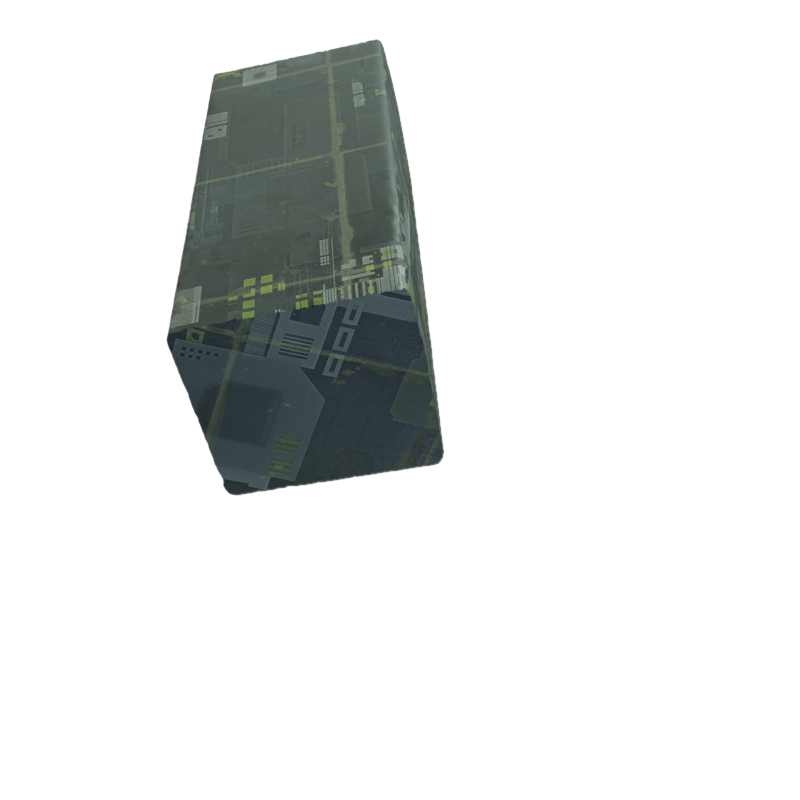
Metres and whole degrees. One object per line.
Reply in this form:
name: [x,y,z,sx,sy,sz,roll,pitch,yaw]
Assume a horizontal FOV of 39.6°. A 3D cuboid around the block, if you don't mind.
block: [-0.038,-0.070,0.497,0.091,0.084,0.221,-10,40,5]
